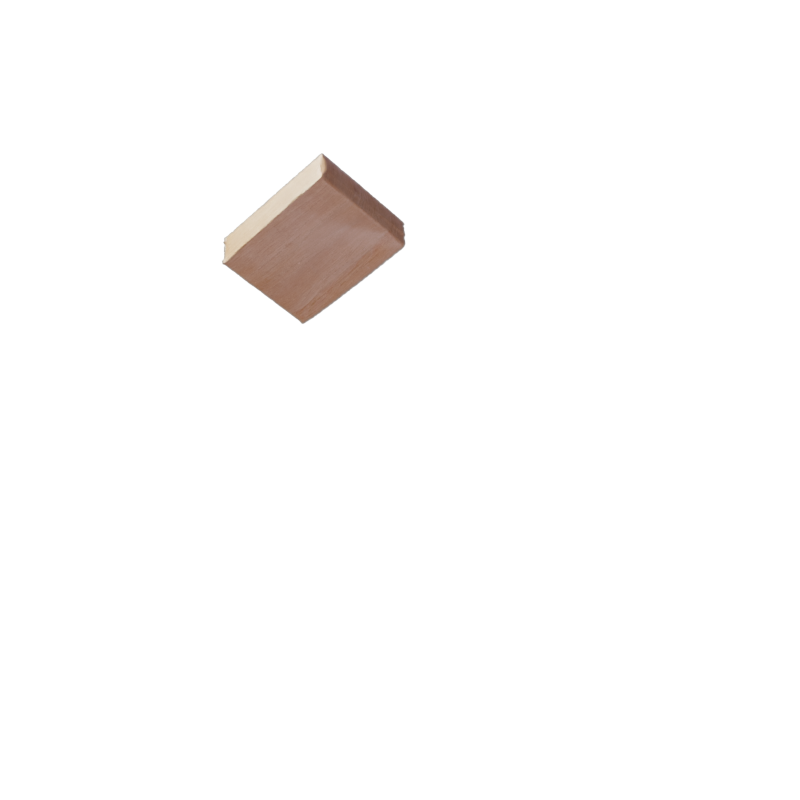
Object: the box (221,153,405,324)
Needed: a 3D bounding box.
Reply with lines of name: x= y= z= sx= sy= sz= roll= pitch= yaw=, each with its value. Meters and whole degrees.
box: x=-0.066 y=-0.121 z=0.845 sx=0.112 sy=0.042 sz=0.085 roll=-38 pitch=-62 yaw=24
